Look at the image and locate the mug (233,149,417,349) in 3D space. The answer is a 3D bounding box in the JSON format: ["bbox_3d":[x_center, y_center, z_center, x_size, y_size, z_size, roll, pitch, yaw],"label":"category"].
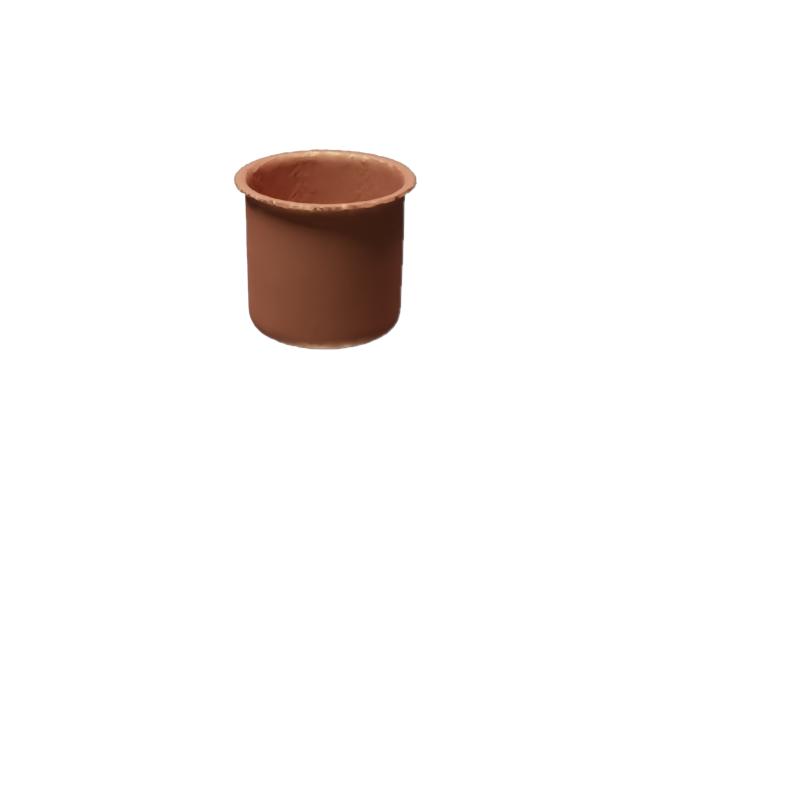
[{"bbox_3d":[-0.046,-0.084,0.588,0.091,0.077,0.126,-15,31,-29],"label":"mug"}]
